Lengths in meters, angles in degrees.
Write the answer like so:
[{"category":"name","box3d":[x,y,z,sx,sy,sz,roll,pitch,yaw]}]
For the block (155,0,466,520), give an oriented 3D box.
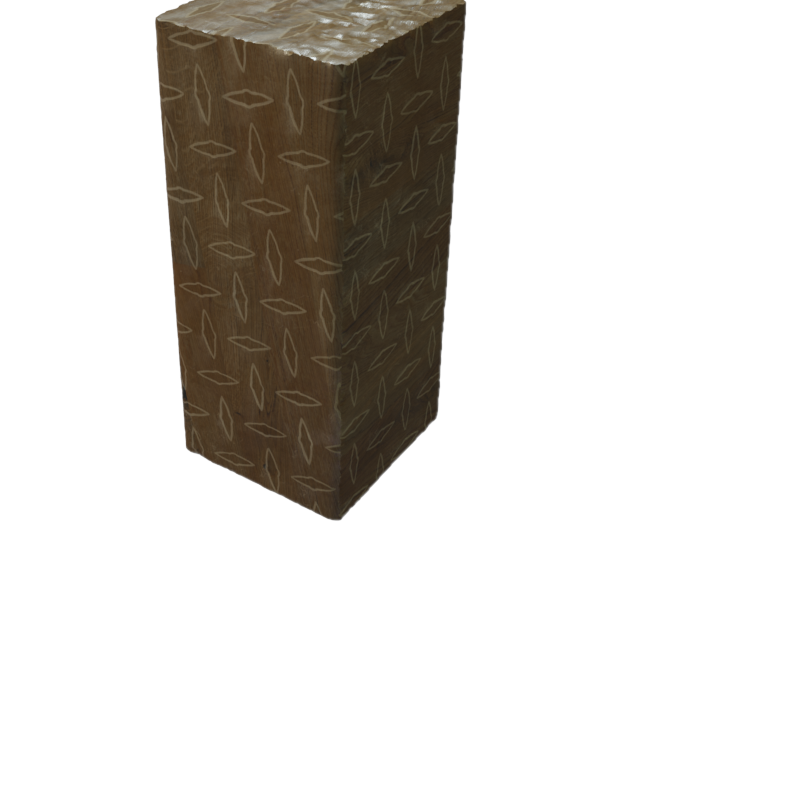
[{"category":"block","box3d":[-0.037,-0.068,0.473,0.095,0.193,0.092,20,37,25]}]
